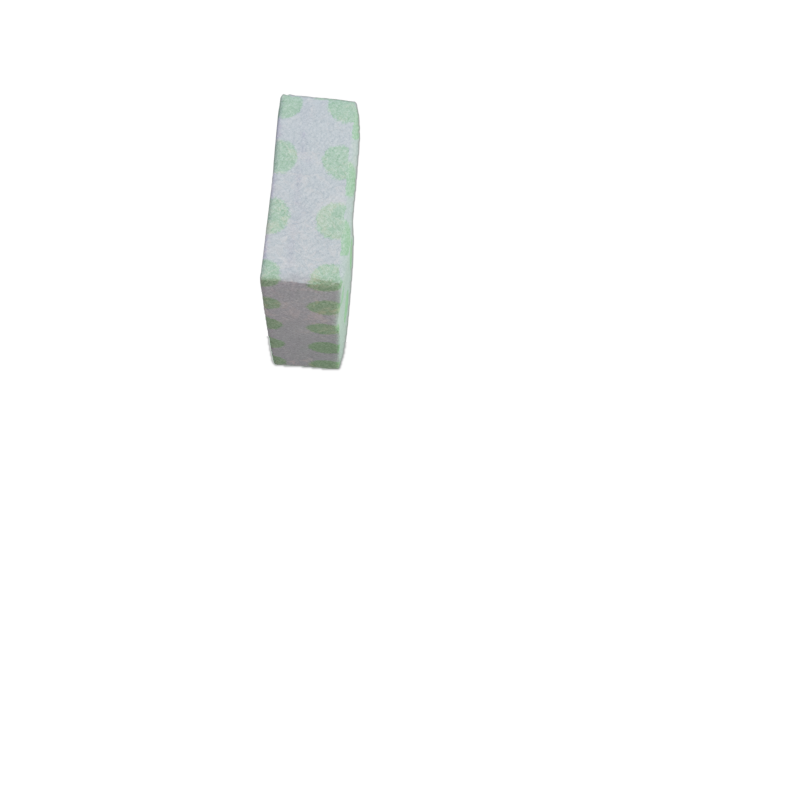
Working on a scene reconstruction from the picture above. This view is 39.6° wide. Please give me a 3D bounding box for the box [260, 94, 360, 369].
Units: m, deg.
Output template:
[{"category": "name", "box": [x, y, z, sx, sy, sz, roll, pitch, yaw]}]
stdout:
[{"category": "box", "box": [-0.075, -0.136, 0.953, 0.072, 0.172, 0.204, 4, -19, -3]}]
